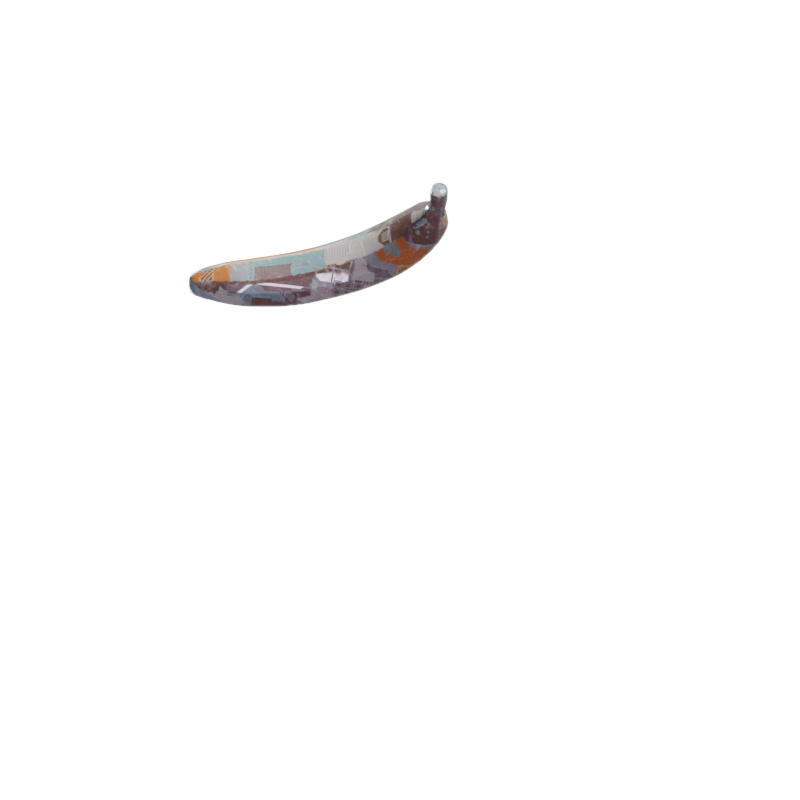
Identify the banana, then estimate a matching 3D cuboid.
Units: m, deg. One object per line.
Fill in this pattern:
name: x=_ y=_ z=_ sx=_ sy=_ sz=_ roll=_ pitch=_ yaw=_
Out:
banana: x=-0.046 y=-0.098 z=0.752 sx=0.199 sy=0.039 sz=0.064 roll=-18 pitch=-41 yaw=22
